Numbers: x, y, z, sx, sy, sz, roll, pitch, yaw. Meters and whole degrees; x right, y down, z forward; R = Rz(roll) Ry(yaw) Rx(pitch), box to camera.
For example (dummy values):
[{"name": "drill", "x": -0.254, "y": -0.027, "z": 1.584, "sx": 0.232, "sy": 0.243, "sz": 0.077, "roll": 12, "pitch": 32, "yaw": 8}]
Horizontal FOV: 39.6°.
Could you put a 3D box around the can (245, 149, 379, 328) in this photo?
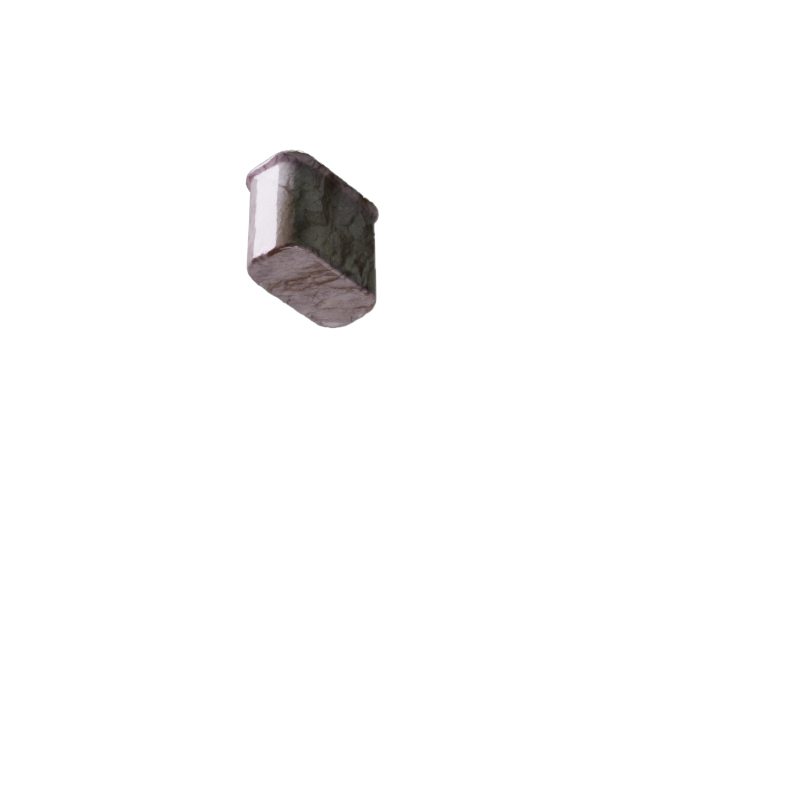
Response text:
[{"name": "can", "x": -0.060, "y": -0.110, "z": 0.769, "sx": 0.057, "sy": 0.090, "sz": 0.095, "roll": -28, "pitch": -43, "yaw": 31}]
